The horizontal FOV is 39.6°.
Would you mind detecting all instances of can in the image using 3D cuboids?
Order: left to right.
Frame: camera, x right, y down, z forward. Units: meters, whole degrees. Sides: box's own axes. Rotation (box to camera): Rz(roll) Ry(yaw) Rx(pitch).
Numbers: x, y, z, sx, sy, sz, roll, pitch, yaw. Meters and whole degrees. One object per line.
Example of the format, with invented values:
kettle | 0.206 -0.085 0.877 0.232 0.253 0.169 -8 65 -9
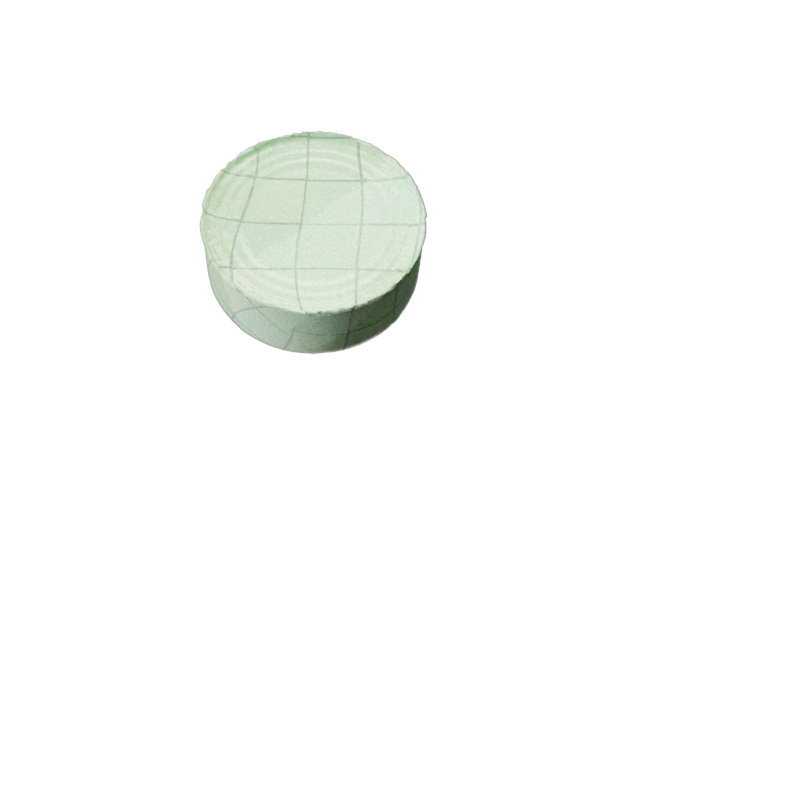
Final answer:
can | -0.034 -0.062 0.431 0.086 0.092 0.031 -1 -33 -1
